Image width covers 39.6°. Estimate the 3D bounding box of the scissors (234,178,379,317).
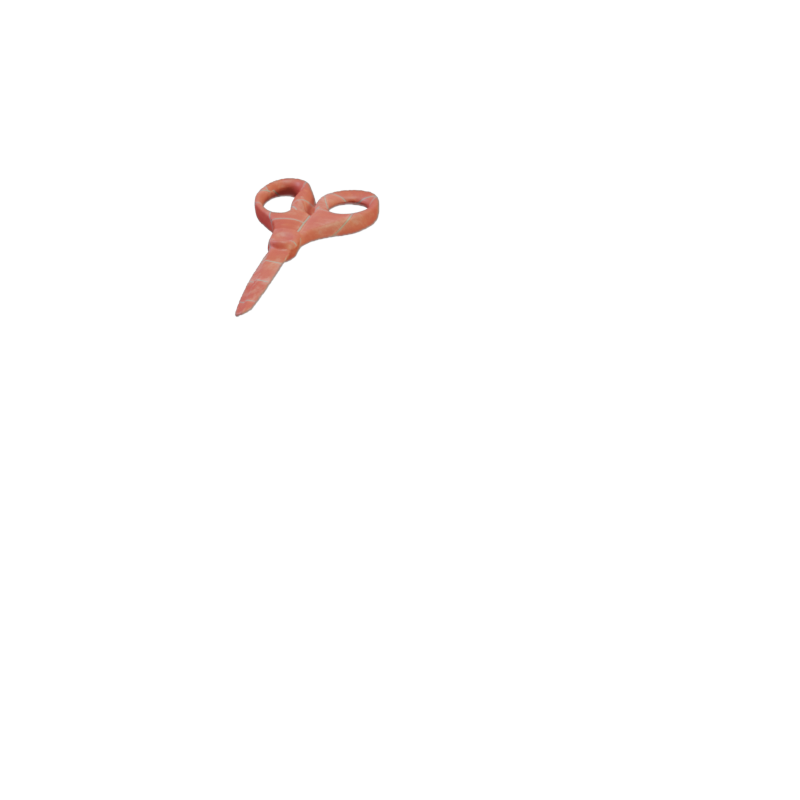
[{"bbox_3d":[-0.056,-0.103,0.719,0.096,0.015,0.215,-3,31,-5],"label":"scissors"}]
